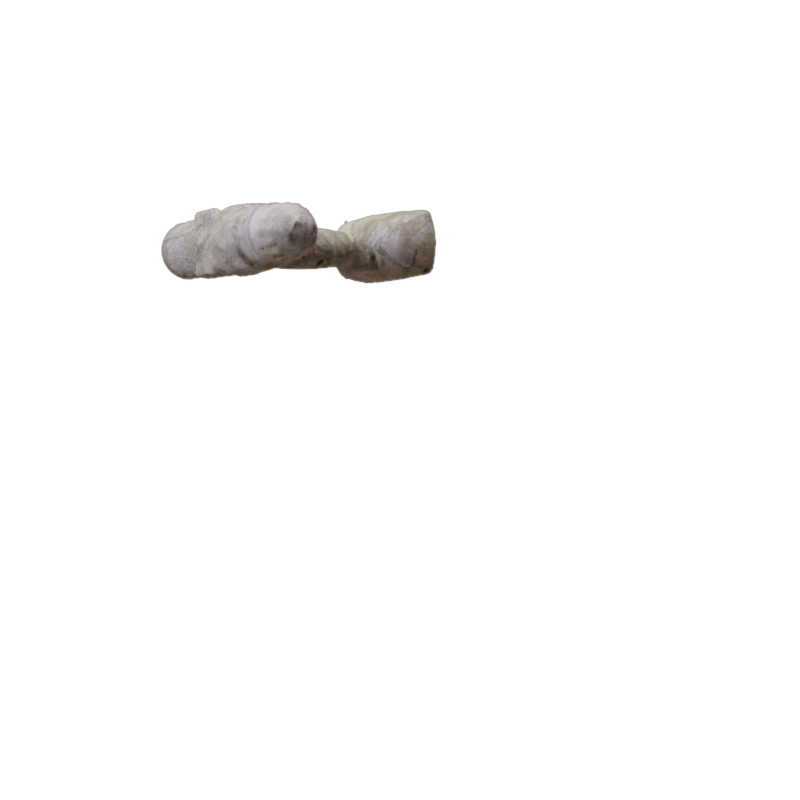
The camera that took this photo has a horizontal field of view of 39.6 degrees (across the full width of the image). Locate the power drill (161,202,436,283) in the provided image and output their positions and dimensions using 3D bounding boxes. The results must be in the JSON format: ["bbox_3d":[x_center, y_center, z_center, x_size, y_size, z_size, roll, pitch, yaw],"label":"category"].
[{"bbox_3d":[-0.067,-0.121,0.850,0.181,0.057,0.191,-2,4,-36],"label":"power drill"}]
